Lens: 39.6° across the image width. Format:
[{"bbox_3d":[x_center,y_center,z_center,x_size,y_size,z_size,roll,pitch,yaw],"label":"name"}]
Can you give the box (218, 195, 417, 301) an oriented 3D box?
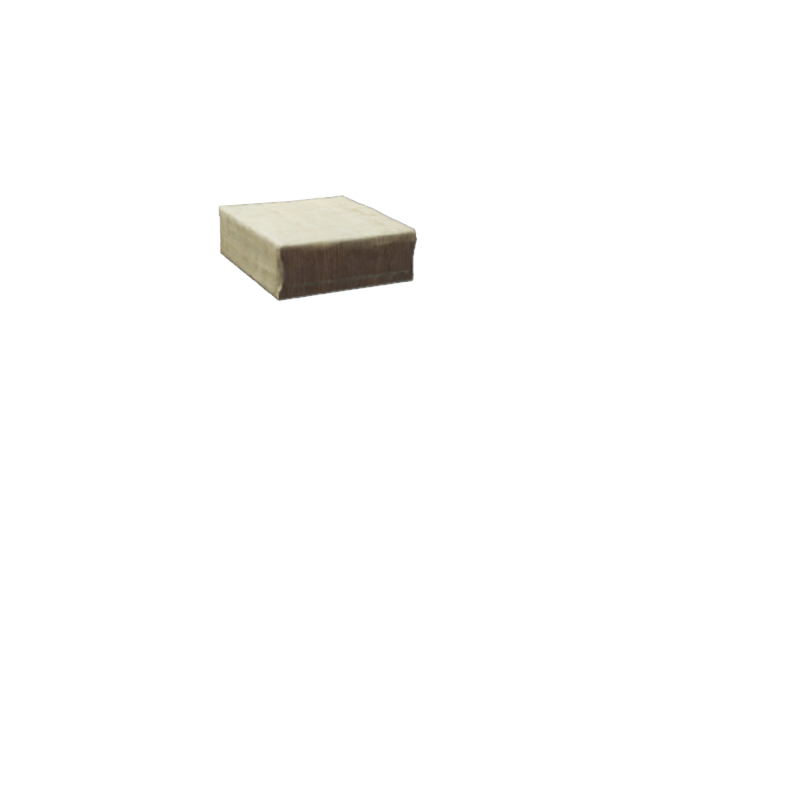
[{"bbox_3d":[-0.044,-0.080,0.562,0.071,0.029,0.095,-9,23,-23],"label":"box"}]
